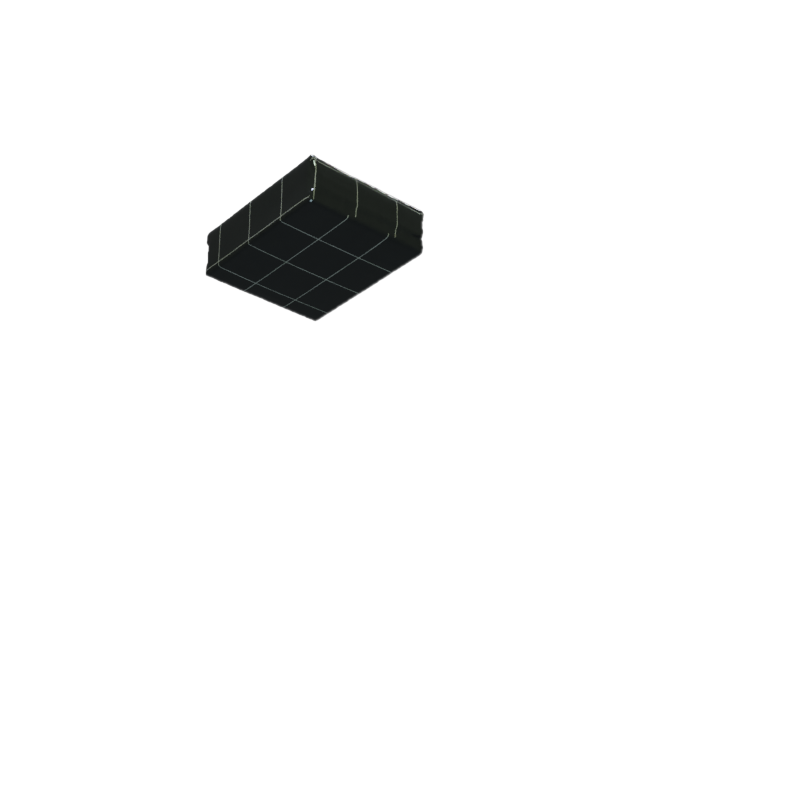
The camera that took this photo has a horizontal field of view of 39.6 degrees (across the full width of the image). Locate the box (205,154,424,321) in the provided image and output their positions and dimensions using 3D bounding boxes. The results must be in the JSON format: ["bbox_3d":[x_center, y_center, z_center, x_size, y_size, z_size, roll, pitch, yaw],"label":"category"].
[{"bbox_3d":[-0.044,-0.080,0.560,0.069,0.032,0.089,23,-37,-35],"label":"box"}]
